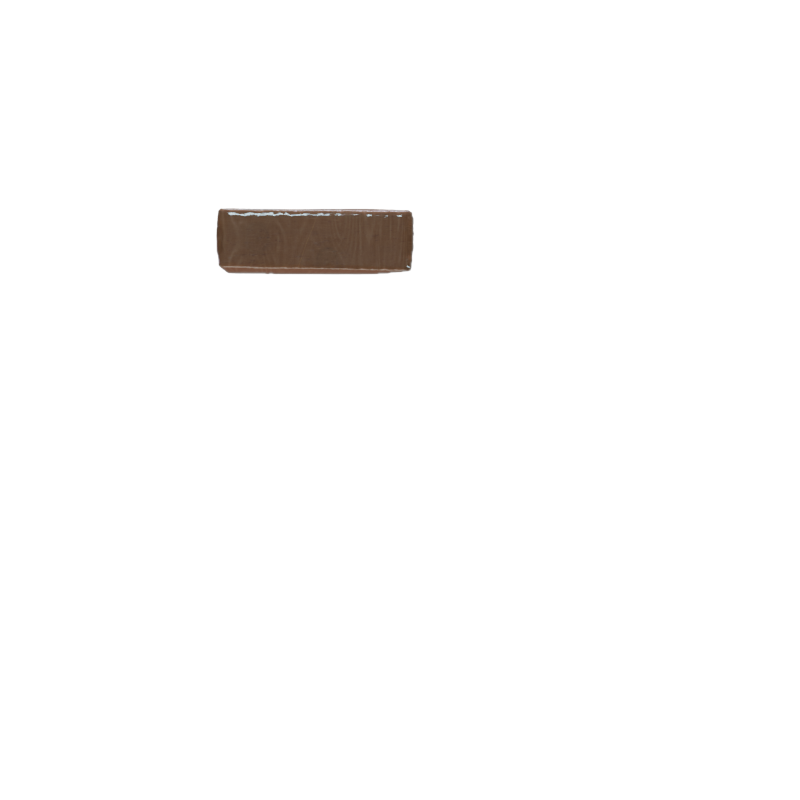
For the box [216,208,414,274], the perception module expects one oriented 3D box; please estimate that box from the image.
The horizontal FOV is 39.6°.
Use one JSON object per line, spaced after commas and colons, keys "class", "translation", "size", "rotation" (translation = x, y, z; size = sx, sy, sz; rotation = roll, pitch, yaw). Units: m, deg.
{"class": "box", "translation": [-0.041, -0.076, 0.531], "size": [0.089, 0.030, 0.073], "rotation": [0, 4, -4]}
